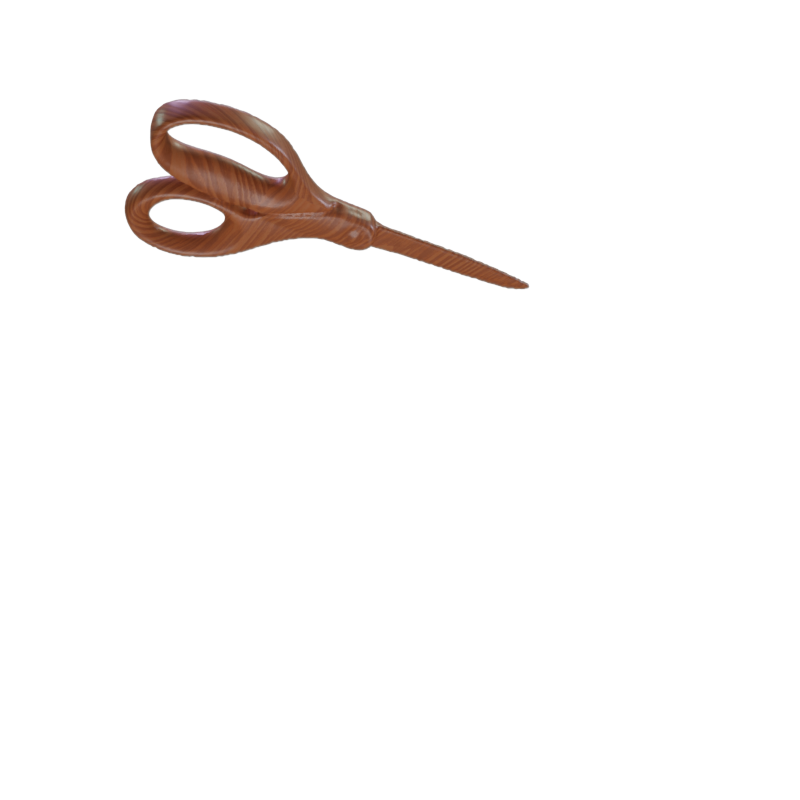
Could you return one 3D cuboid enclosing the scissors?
[{"bbox_3d":[-0.040,-0.074,0.516,0.189,0.017,0.095,29,-45,-34],"label":"scissors"}]
